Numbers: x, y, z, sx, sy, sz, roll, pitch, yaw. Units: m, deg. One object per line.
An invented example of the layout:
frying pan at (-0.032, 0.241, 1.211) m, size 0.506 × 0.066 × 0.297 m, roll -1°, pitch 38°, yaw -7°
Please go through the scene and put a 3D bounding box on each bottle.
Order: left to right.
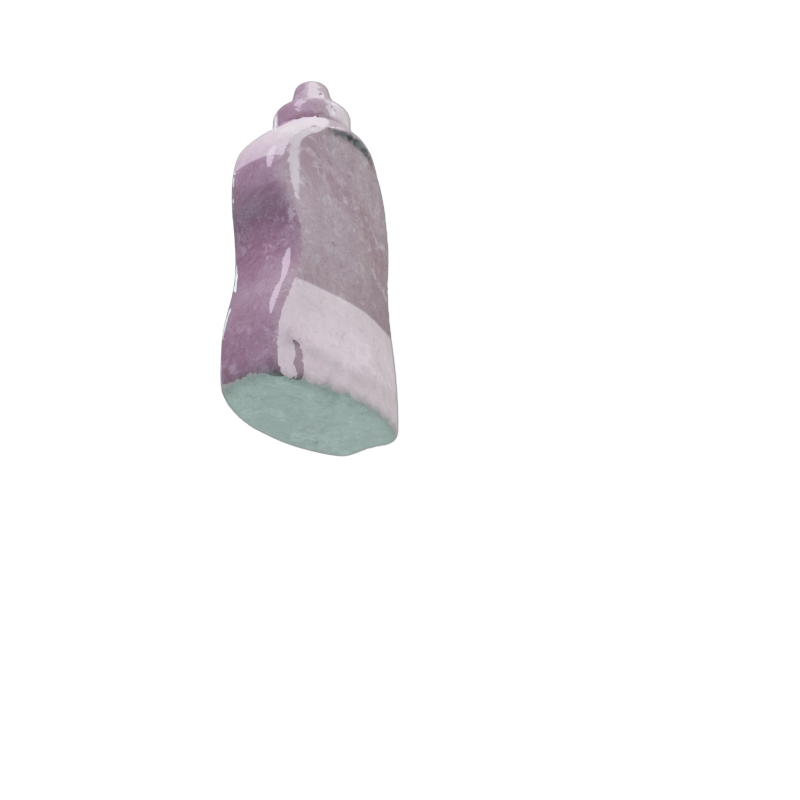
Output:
bottle at (-0.043, -0.077, 0.541) m, size 0.059 × 0.204 × 0.089 m, roll -23°, pitch -35°, yaw 32°
